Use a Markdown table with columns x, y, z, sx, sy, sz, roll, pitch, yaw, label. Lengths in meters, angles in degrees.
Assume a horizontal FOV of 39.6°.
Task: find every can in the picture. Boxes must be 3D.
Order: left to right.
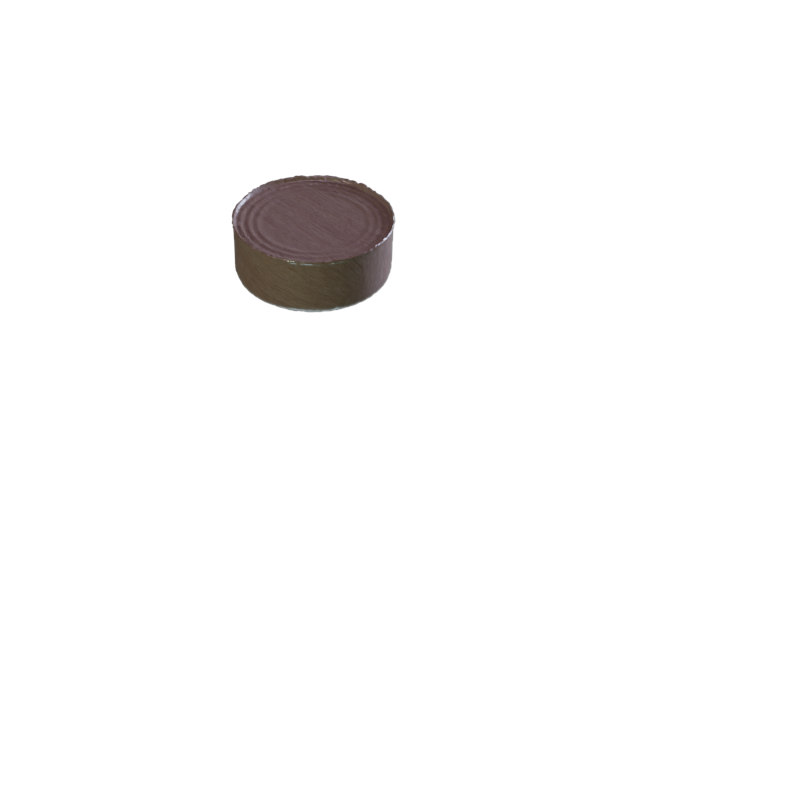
| x | y | z | sx | sy | sz | roll | pitch | yaw | label |
| --- | --- | --- | --- | --- | --- | --- | --- | --- | --- |
| -0.046 | -0.084 | 0.590 | 0.086 | 0.031 | 0.092 | -1 | 39 | -2 | can |
